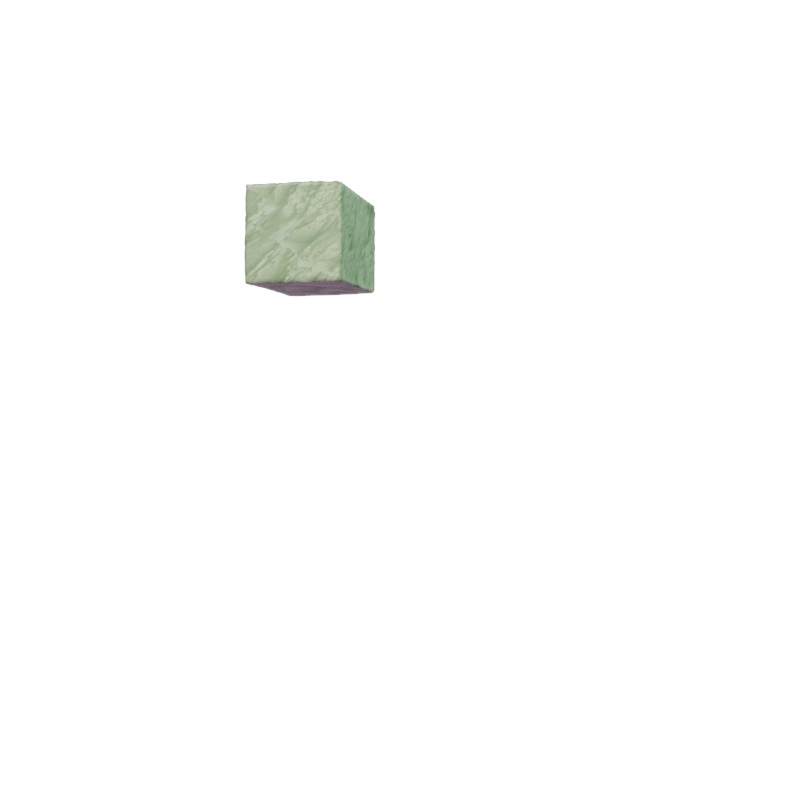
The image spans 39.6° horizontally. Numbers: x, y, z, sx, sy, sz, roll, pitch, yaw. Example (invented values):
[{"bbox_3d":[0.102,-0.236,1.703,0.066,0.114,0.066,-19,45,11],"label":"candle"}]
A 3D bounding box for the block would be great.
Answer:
[{"bbox_3d":[-0.046,-0.085,0.592,0.054,0.052,0.076,-1,-3,12],"label":"block"}]
